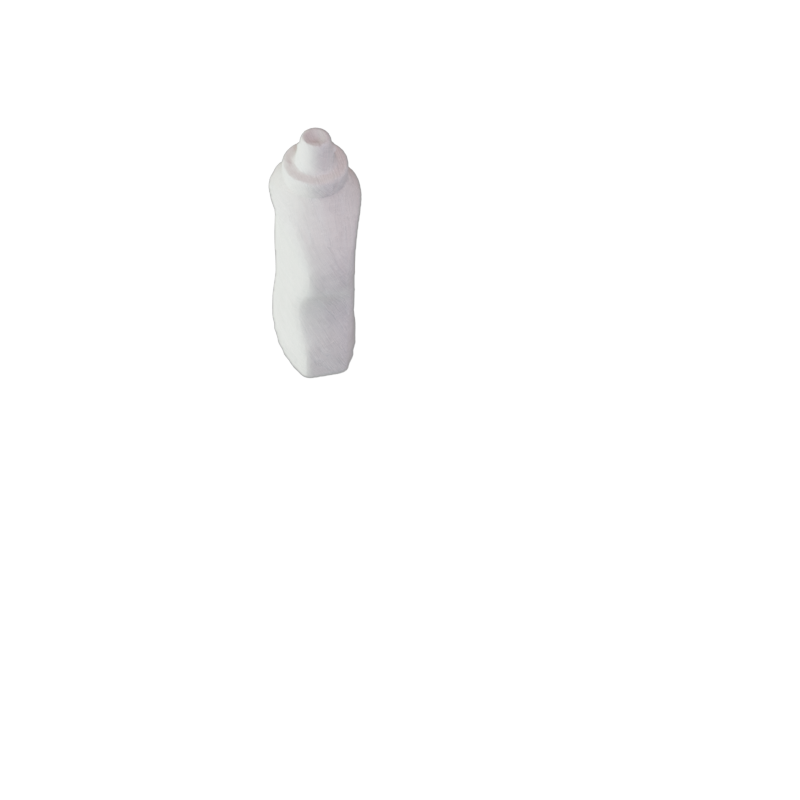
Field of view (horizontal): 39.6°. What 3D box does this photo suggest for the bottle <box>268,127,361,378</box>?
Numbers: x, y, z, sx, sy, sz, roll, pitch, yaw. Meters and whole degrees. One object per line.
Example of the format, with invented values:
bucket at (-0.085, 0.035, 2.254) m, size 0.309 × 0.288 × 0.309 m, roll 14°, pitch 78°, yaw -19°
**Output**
bottle at (-0.057, -0.105, 0.735) m, size 0.058 × 0.103 × 0.179 m, roll -7°, pitch -36°, yaw -9°
